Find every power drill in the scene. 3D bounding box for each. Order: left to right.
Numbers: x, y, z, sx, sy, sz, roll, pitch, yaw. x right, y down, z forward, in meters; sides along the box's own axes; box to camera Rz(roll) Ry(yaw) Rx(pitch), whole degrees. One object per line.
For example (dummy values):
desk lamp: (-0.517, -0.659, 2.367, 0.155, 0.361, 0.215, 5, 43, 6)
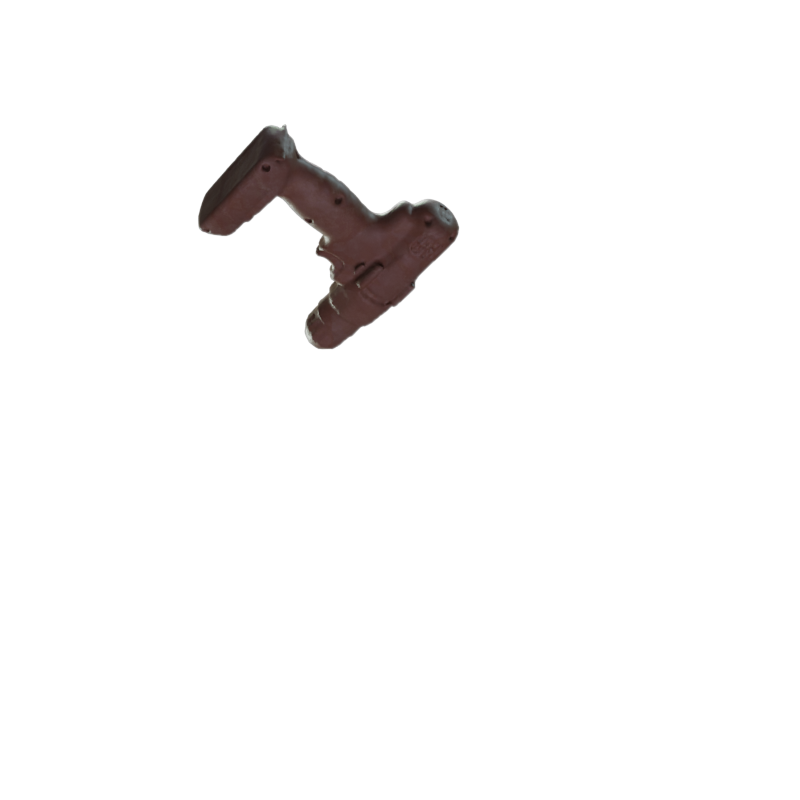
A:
power drill: (-0.073, -0.133, 0.934, 0.178, 0.062, 0.181, 30, -55, -24)
